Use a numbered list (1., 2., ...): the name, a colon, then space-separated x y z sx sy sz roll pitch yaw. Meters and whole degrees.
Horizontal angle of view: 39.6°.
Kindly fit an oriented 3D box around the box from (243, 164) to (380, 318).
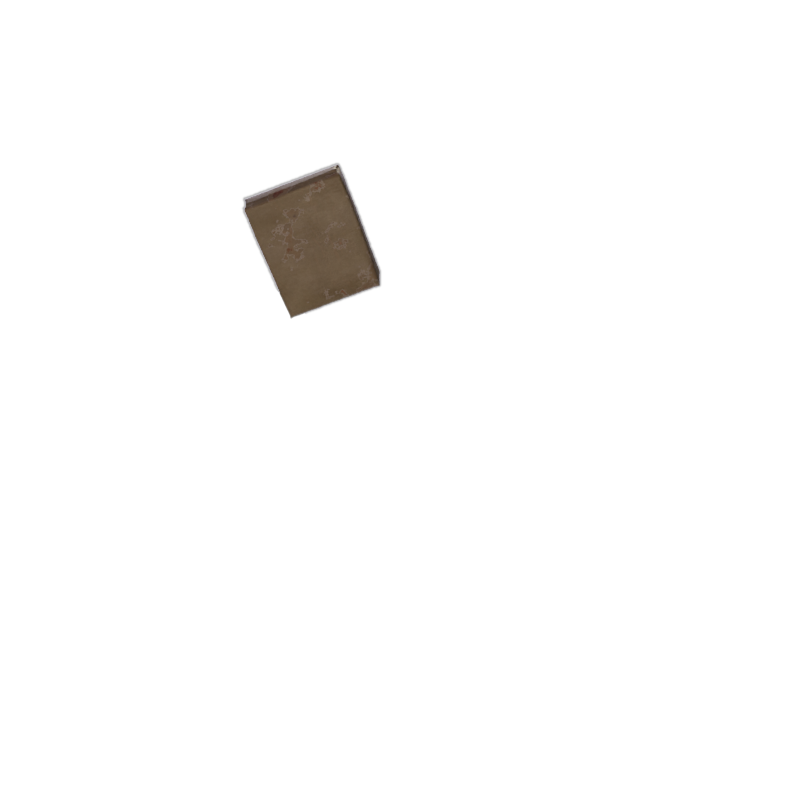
1. box: -0.076 -0.139 0.973 0.090 0.108 0.041 -19 18 6
